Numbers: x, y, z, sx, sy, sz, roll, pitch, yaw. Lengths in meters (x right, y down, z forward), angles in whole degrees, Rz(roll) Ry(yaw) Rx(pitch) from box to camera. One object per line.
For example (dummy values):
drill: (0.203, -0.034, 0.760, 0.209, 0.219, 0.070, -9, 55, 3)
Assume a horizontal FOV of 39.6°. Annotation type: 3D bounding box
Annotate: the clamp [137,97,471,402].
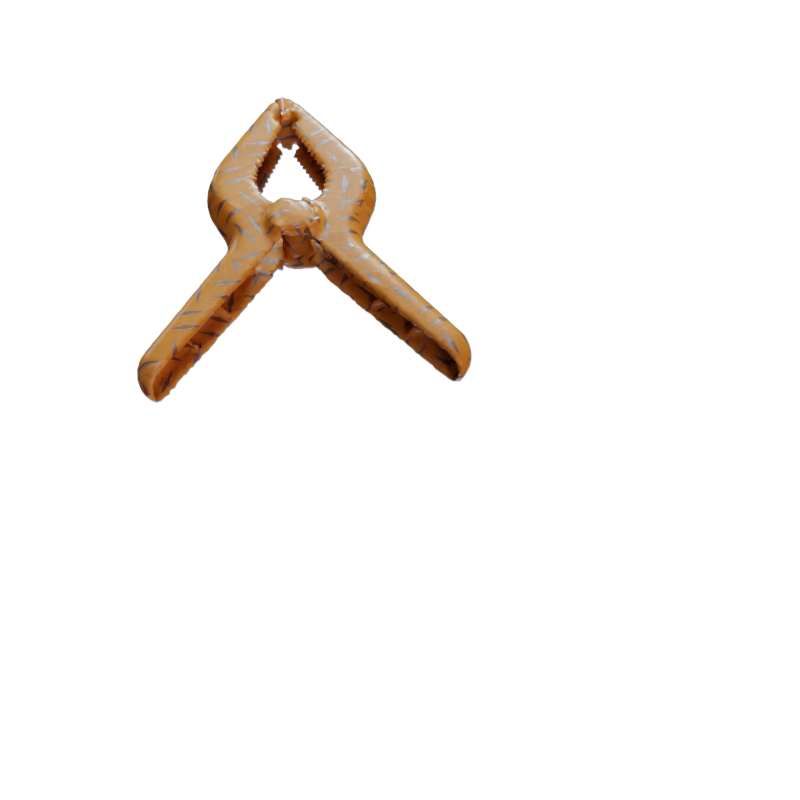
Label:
clamp: (-0.047, -0.086, 0.606, 0.165, 0.225, 0.034, 1, -39, 1)
